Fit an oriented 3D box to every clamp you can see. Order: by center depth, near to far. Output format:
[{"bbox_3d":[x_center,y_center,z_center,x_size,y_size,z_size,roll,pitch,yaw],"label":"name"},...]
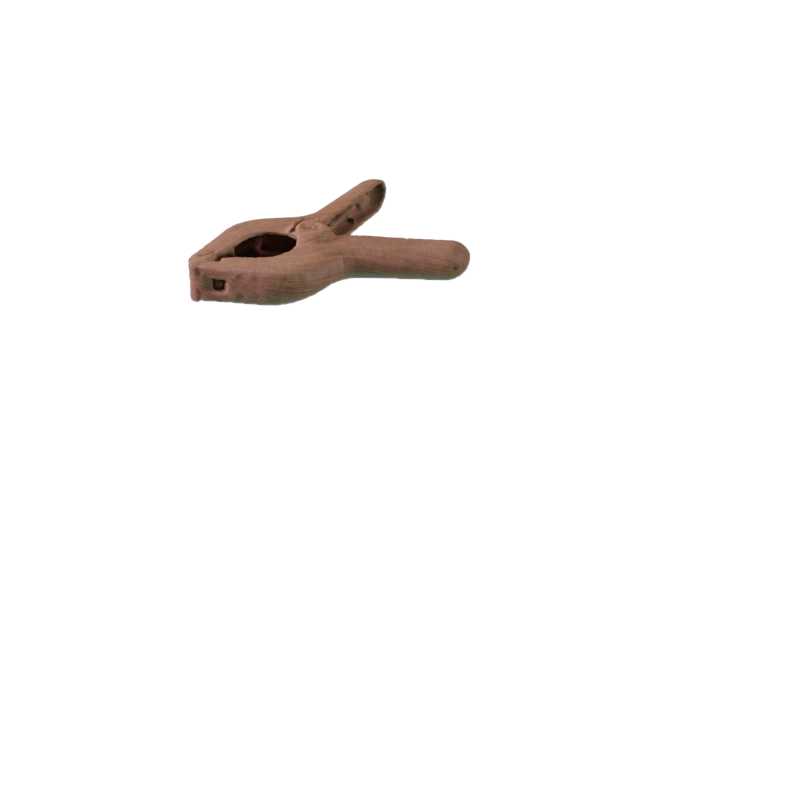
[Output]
[{"bbox_3d":[-0.055,-0.101,0.707,0.169,0.037,0.129,-9,30,-17],"label":"clamp"}]
